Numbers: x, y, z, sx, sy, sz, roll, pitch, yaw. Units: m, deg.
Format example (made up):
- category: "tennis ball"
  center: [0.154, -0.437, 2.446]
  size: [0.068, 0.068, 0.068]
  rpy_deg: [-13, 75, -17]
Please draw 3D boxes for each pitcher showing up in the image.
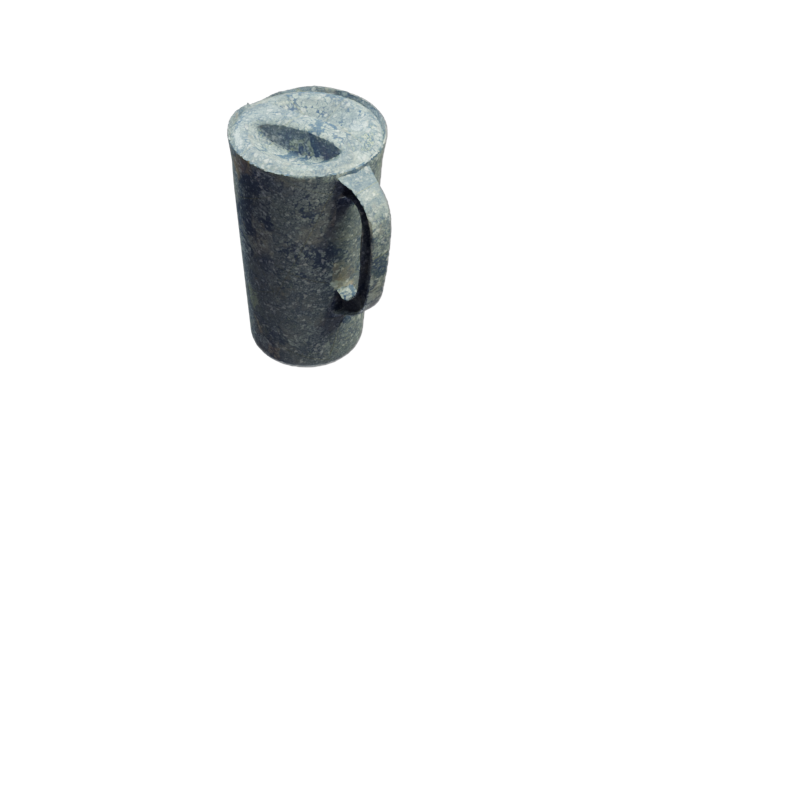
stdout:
- category: "pitcher"
  center: [-0.077, -0.140, 0.980]
  size: [0.146, 0.226, 0.159]
  rpy_deg: [7, 44, 4]
